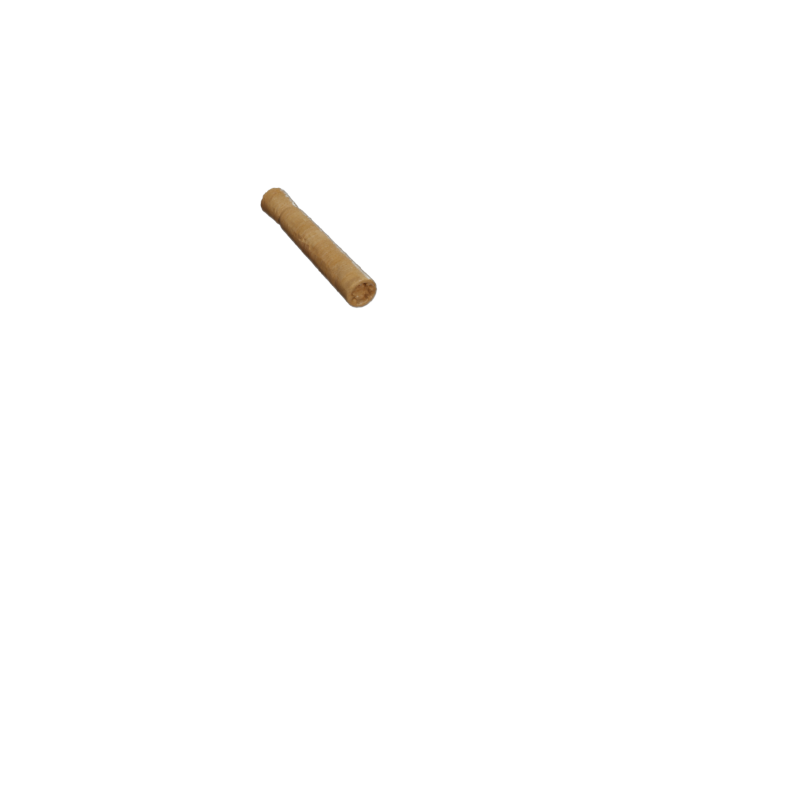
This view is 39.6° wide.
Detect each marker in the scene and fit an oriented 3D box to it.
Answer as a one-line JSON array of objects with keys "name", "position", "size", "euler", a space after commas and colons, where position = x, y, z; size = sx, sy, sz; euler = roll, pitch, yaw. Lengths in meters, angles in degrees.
[{"name": "marker", "position": [-0.051, -0.093, 0.650], "size": [0.019, 0.019, 0.131], "euler": [-2, 34, -32]}]
